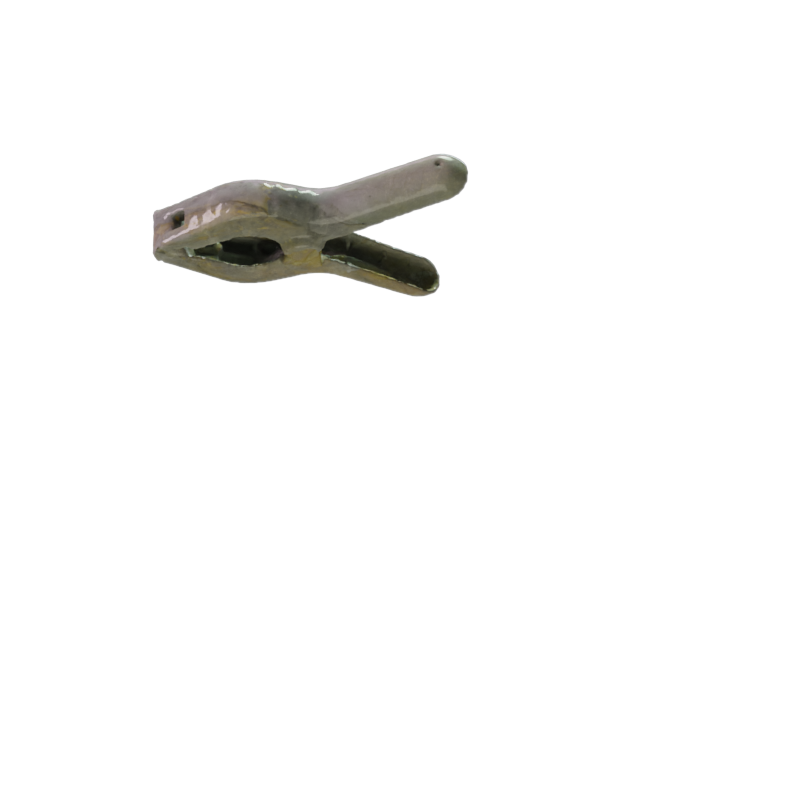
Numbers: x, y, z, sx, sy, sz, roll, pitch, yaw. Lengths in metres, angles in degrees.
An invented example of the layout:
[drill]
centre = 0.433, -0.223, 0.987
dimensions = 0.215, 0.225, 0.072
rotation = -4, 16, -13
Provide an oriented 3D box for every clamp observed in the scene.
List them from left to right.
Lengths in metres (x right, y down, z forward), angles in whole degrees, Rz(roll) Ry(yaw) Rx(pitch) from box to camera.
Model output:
[clamp]
centre = -0.048, -0.088, 0.619
dimensions = 0.172, 0.042, 0.112
rotation = -3, -34, 4
